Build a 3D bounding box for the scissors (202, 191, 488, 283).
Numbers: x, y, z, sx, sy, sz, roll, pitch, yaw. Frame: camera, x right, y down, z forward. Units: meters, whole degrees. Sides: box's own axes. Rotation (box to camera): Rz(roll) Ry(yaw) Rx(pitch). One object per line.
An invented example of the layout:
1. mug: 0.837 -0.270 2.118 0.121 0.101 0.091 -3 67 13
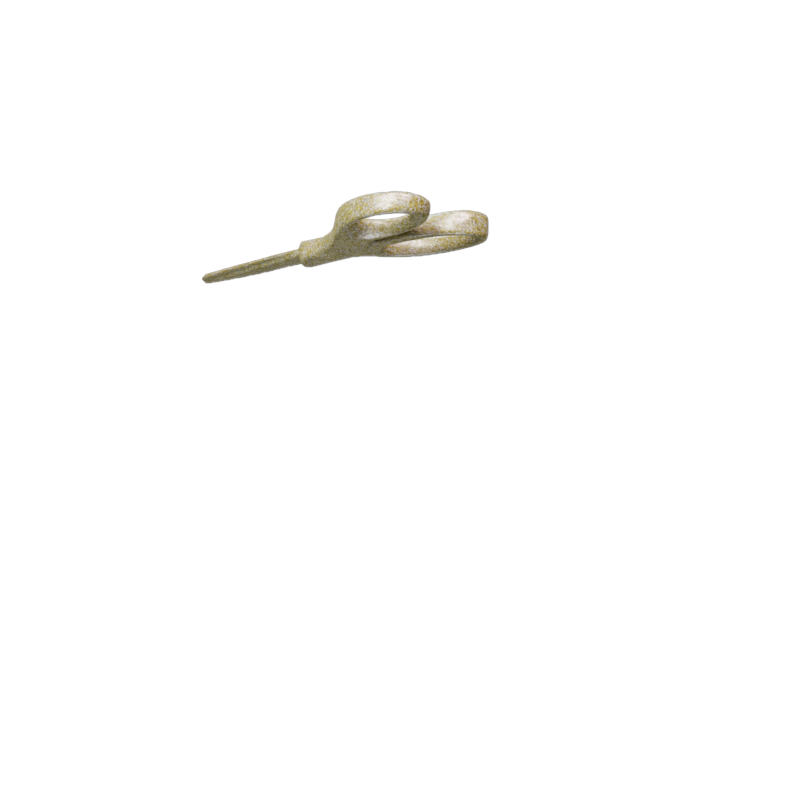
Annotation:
1. scissors: -0.051 -0.092 0.647 0.206 0.016 0.091 -4 -11 23
